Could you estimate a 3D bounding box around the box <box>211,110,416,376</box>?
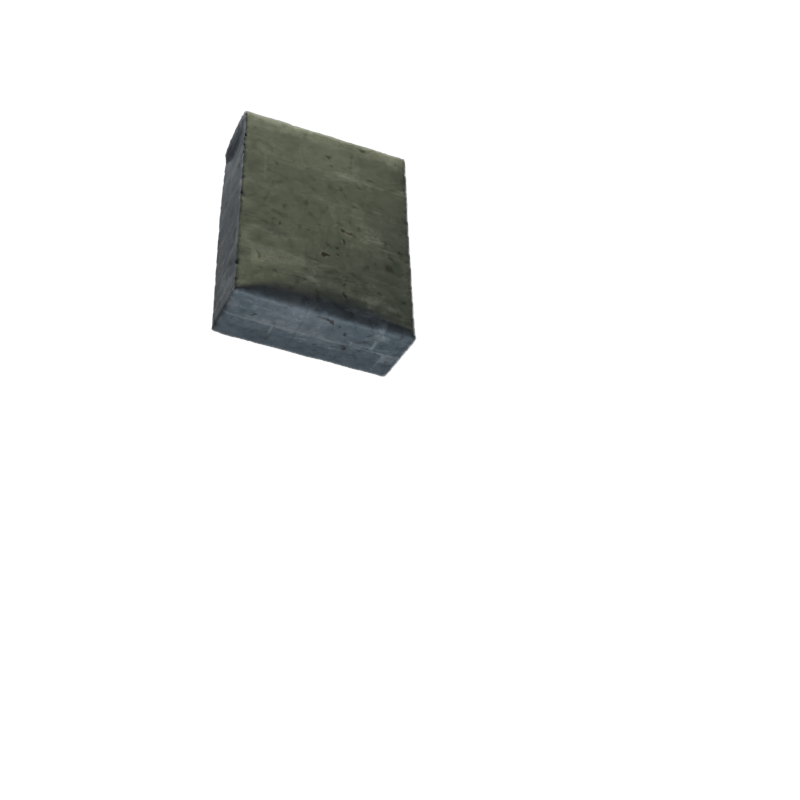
[{"bbox_3d":[-0.077,-0.140,0.982,0.159,0.229,0.069,13,-41,-19],"label":"box"}]
